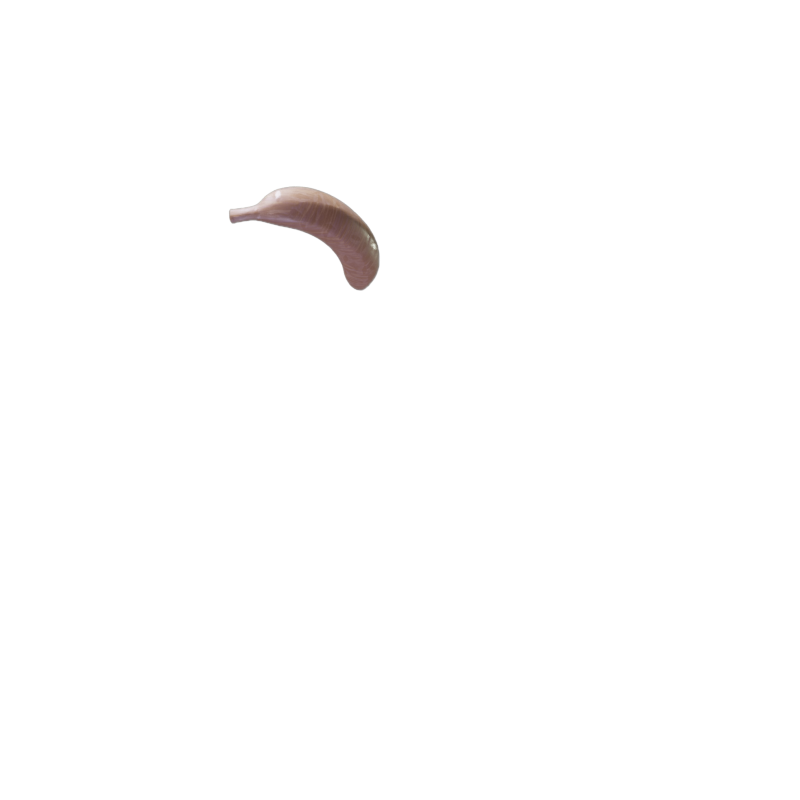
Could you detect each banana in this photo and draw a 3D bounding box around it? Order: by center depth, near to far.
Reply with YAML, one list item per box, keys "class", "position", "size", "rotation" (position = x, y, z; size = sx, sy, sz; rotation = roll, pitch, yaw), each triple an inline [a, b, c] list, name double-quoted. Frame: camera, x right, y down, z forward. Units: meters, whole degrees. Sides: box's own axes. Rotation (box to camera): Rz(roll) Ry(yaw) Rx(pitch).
- class: "banana"
  position: [-0.062, -0.143, 0.958]
  size: [0.071, 0.039, 0.185]
  rotation: [-13, -23, 31]
